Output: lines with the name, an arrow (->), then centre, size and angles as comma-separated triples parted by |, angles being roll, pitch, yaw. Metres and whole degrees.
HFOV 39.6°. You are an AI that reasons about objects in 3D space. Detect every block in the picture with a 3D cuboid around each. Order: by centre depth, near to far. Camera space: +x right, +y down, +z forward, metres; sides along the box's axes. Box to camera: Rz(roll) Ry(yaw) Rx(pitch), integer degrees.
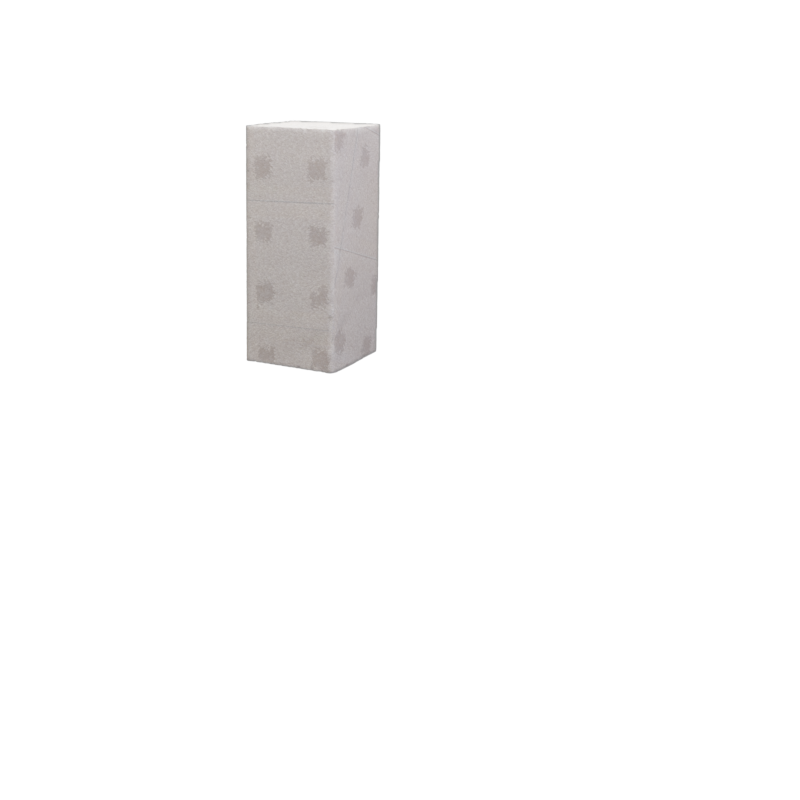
block -> -0.076, -0.139, 0.974 | 0.094, 0.201, 0.089 | 6, 12, 26
